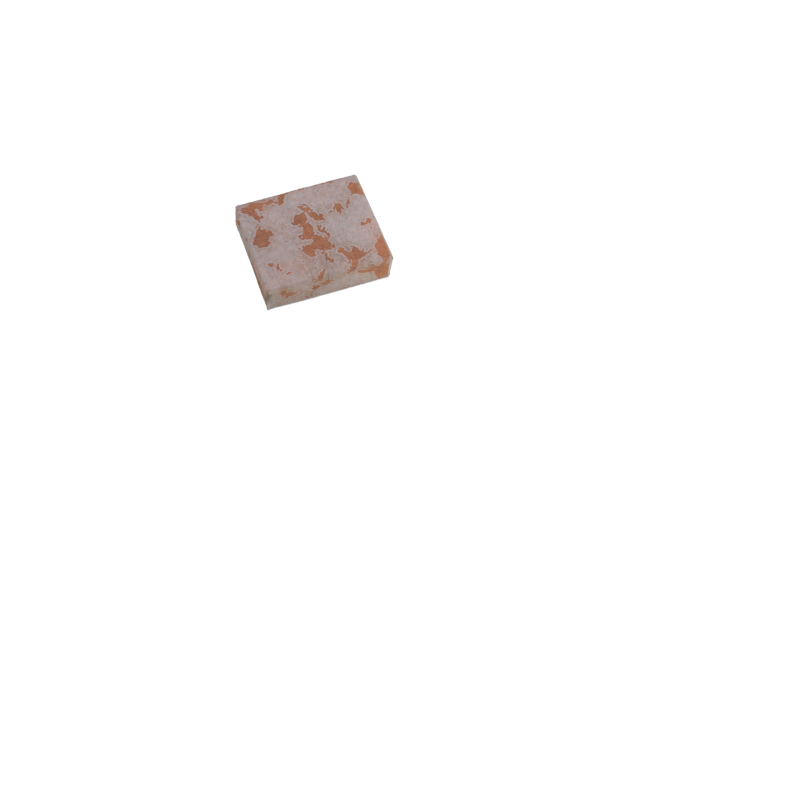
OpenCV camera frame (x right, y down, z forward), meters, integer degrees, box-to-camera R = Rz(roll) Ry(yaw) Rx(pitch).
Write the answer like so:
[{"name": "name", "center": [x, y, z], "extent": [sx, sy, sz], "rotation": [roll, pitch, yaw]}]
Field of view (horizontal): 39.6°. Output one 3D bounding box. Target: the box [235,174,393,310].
[{"name": "box", "center": [-0.074, -0.134, 0.939], "extent": [0.113, 0.096, 0.036], "rotation": [-18, -28, -11]}]
